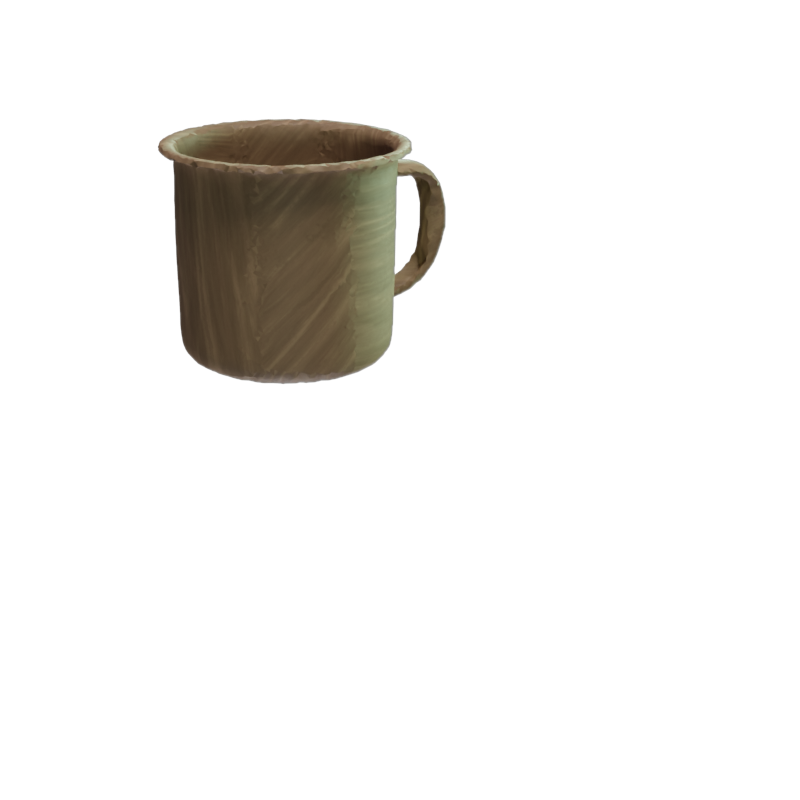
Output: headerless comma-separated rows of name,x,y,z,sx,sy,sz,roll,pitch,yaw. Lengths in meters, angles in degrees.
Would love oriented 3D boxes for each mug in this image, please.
mug,-0.033,-0.060,0.423,0.115,0.078,0.099,-13,25,-32
